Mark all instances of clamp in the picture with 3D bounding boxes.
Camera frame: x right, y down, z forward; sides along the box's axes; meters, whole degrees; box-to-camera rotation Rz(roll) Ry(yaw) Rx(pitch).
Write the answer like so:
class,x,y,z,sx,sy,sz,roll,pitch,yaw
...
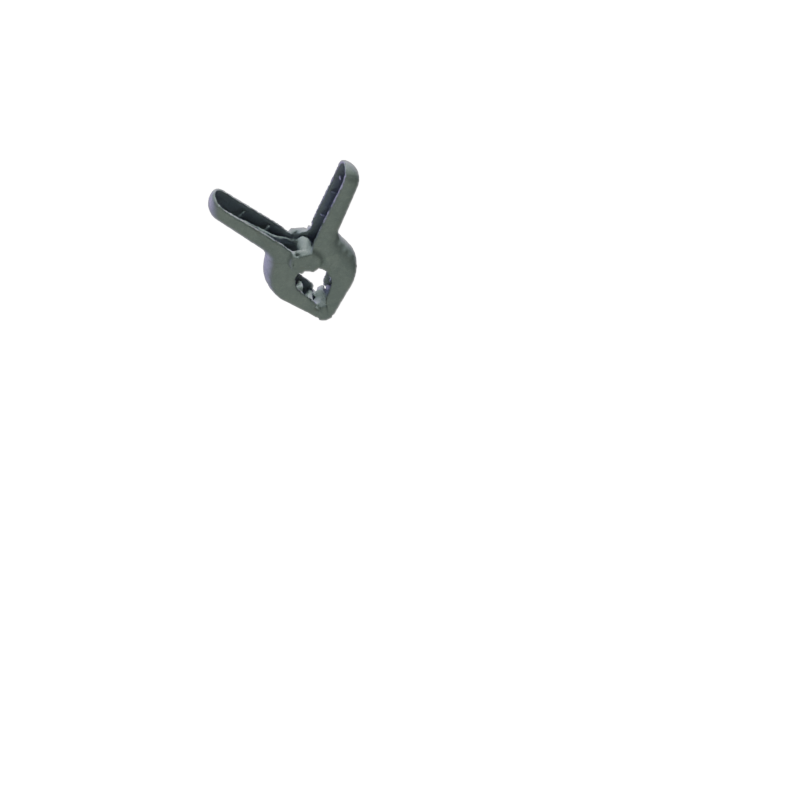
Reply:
class,x,y,z,sx,sy,sz,roll,pitch,yaw
clamp,-0.072,-0.131,0.917,0.121,0.042,0.158,-12,-35,16
